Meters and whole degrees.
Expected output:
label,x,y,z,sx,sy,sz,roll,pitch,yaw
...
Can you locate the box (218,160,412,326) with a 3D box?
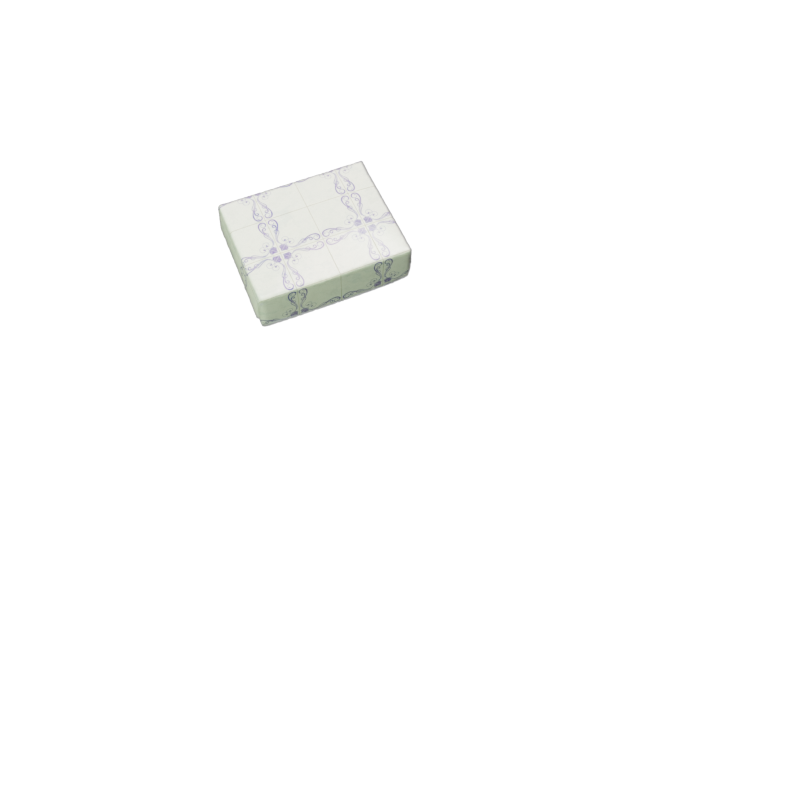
label,x,y,z,sx,sy,sz,roll,pitch,yaw
box,-0.061,-0.111,0.775,0.113,0.097,0.036,-19,-32,-13
